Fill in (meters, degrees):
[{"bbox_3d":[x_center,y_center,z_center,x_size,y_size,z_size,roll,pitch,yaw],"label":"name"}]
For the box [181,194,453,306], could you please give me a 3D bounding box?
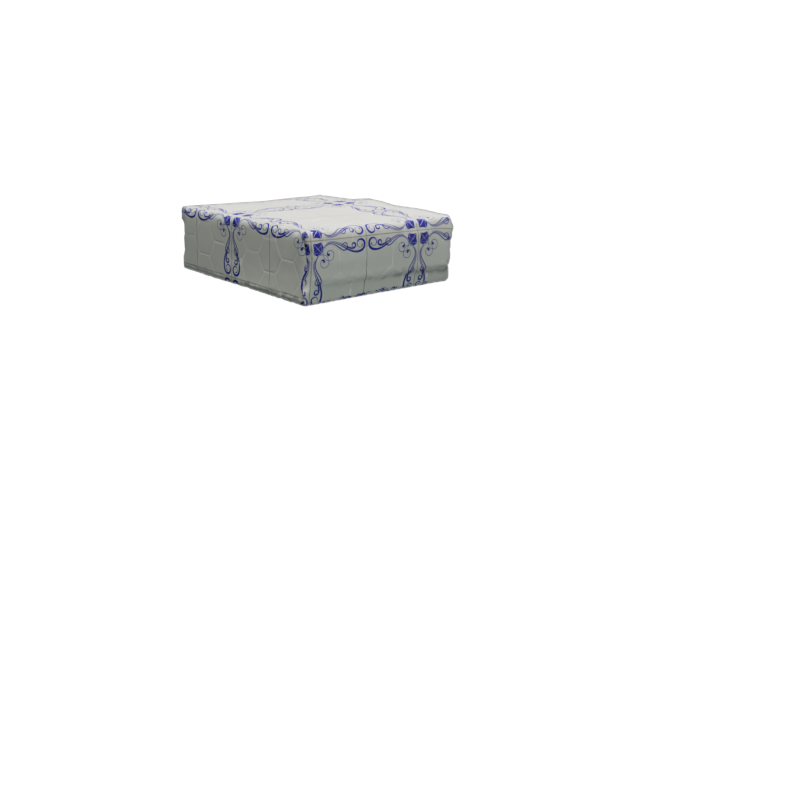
[{"bbox_3d":[-0.035,-0.064,0.449,0.071,0.029,0.094,-12,20,-37],"label":"box"}]
